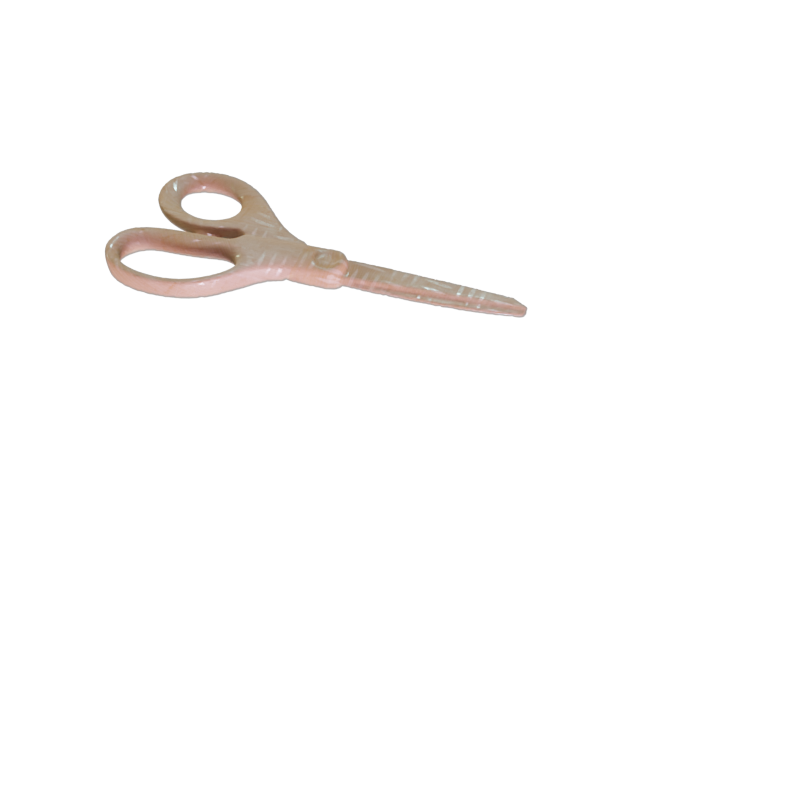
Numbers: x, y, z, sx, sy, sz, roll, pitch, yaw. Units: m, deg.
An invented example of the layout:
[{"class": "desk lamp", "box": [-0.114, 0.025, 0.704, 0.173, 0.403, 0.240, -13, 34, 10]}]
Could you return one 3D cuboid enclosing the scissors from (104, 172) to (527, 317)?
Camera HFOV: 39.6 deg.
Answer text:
[{"class": "scissors", "box": [-0.043, -0.079, 0.550, 0.202, 0.103, 0.015, 1, -44, 1]}]
